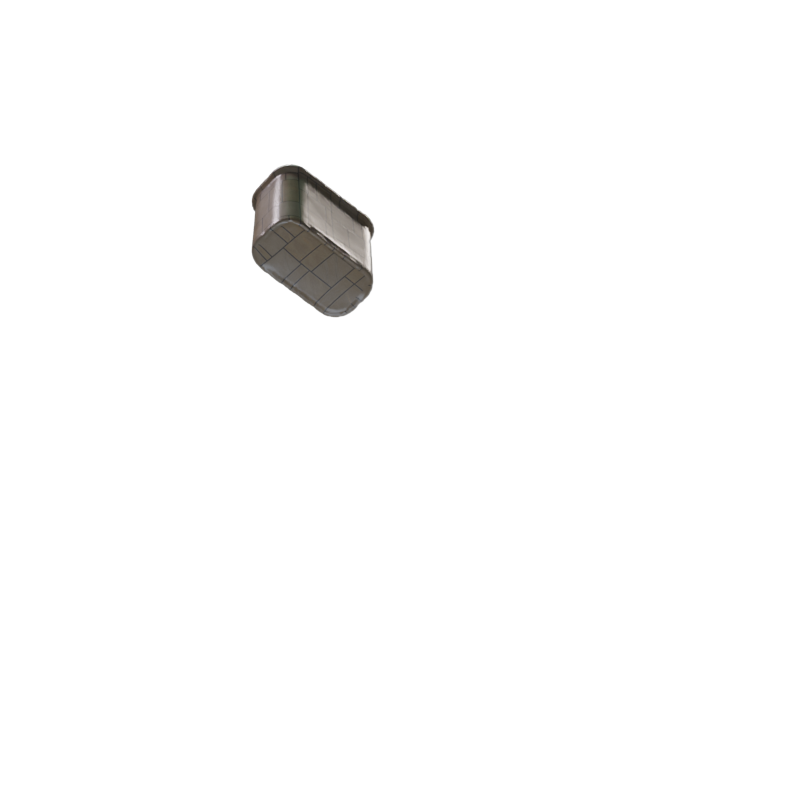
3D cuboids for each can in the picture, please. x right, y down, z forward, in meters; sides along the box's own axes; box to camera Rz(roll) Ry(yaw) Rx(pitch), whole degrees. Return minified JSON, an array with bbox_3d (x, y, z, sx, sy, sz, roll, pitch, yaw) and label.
[{"bbox_3d":[-0.068,-0.123,0.865,0.097,0.056,0.089,35,27,-23],"label":"can"}]
